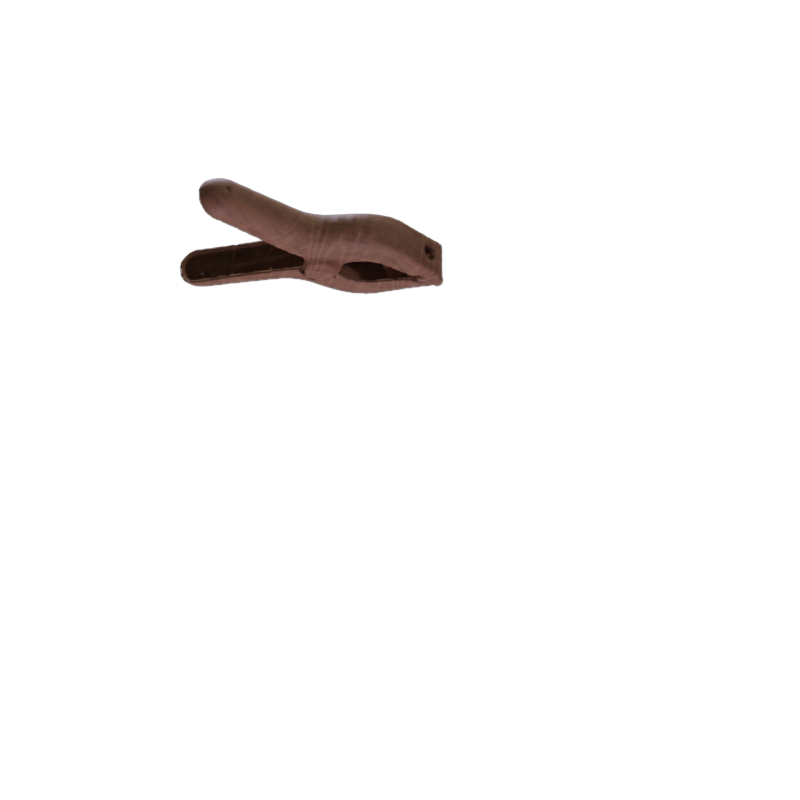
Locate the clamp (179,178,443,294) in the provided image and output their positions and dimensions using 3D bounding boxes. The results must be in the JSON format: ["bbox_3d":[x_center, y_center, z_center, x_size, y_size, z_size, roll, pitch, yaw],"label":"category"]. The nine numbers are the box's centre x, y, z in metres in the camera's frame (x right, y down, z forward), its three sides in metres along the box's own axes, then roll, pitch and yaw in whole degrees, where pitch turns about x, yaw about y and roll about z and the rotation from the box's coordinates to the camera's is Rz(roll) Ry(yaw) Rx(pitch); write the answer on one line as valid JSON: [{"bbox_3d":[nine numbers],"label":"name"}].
[{"bbox_3d":[-0.054,-0.099,0.693,0.170,0.041,0.116,1,-14,-4],"label":"clamp"}]
